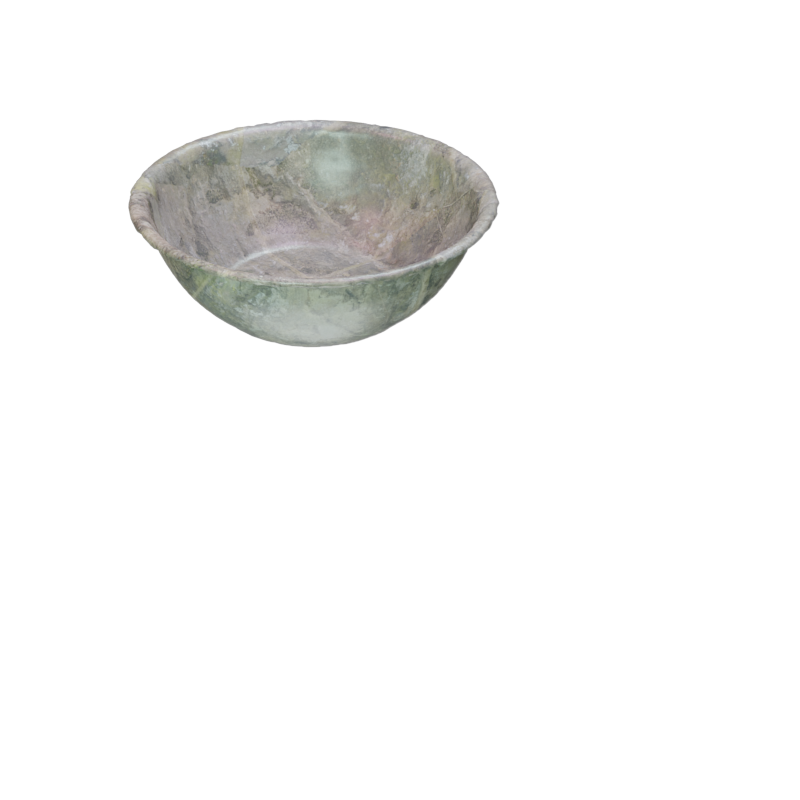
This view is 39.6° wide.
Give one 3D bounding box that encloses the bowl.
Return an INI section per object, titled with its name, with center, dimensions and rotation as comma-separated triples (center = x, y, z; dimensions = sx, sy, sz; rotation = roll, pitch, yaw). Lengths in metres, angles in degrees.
[bowl]
center = -0.039, -0.072, 0.501
dimensions = 0.162, 0.052, 0.173
rotation = -1, 34, -2
